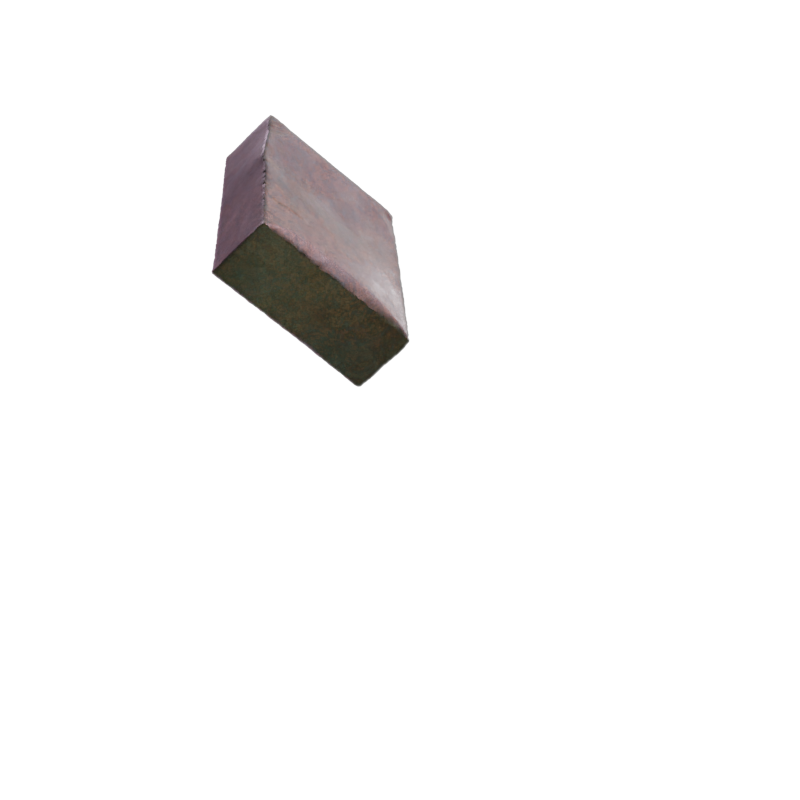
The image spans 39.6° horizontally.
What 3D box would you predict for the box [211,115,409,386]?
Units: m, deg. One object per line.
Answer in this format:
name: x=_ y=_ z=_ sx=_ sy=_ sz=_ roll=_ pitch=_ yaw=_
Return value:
box: x=-0.075 y=-0.137 z=0.961 sx=0.156 sy=0.071 sz=0.228 roll=37 pitch=25 yaw=-24
